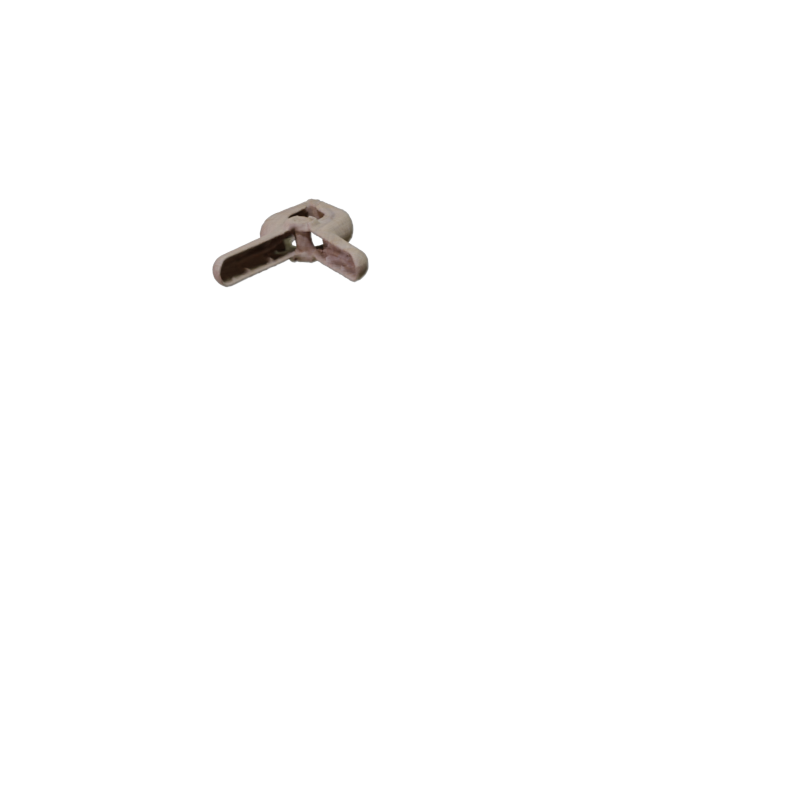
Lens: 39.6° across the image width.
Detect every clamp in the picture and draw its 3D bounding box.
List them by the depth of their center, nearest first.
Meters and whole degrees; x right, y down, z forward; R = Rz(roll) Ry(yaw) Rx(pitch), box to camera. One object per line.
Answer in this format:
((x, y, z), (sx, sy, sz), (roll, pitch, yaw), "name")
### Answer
((-0.071, -0.130, 0.911), (0.123, 0.037, 0.177), (6, 28, 12), "clamp")
